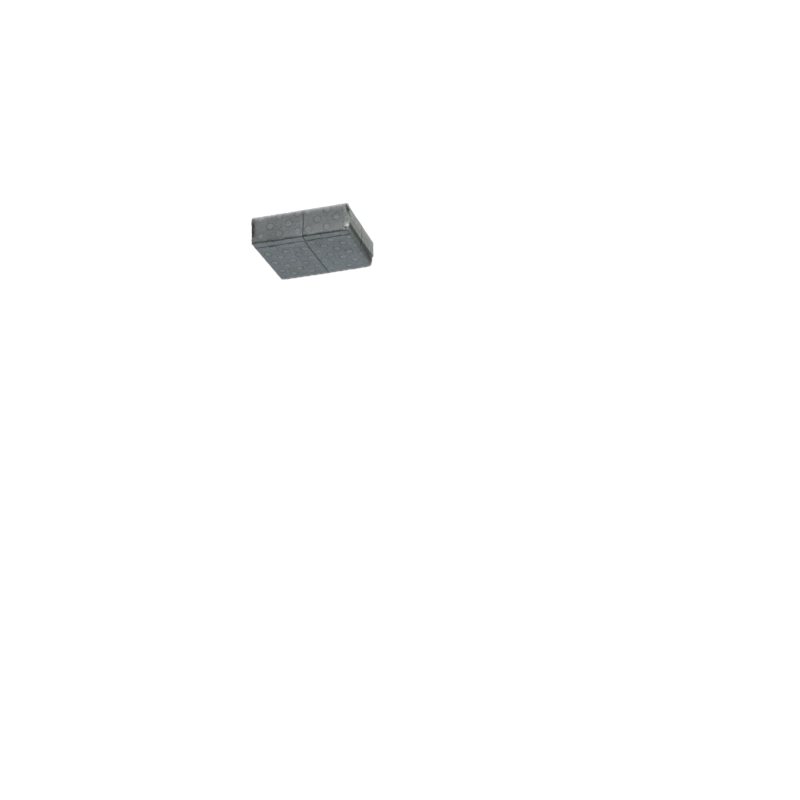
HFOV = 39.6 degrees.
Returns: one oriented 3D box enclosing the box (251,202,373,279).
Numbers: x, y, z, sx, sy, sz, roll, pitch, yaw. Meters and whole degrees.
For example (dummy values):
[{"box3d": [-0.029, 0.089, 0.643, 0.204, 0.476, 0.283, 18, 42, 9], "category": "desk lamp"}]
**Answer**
[{"box3d": [-0.075, -0.138, 0.965, 0.091, 0.032, 0.068, -7, -23, 16], "category": "box"}]
